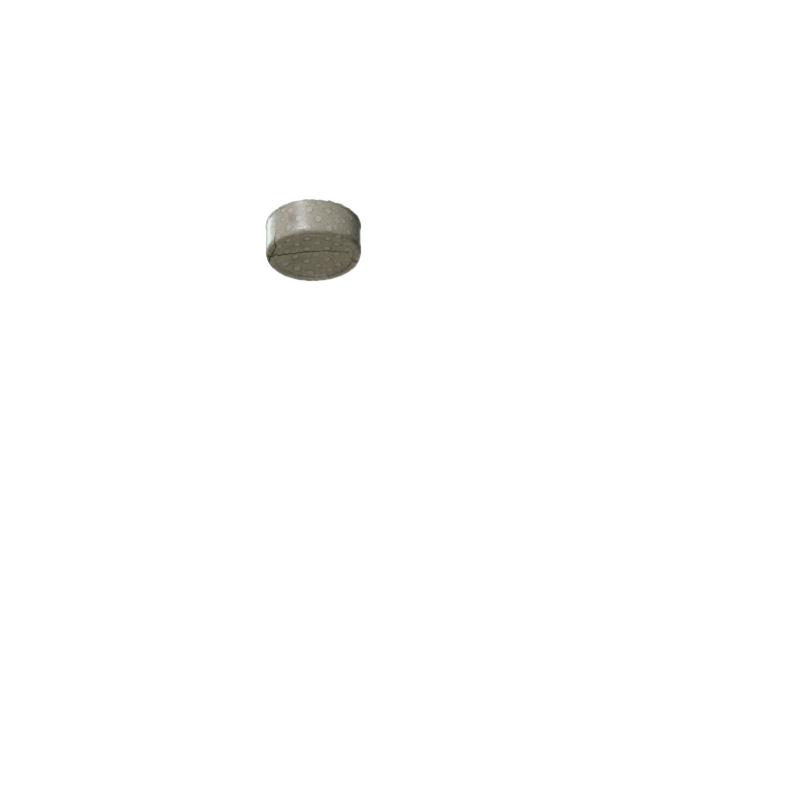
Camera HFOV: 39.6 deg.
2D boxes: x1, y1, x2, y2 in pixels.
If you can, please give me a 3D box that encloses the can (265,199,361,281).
[{"bbox_3d":[-0.077,-0.141,0.986,0.086,0.036,0.081,1,-28,-2],"label":"can"}]
